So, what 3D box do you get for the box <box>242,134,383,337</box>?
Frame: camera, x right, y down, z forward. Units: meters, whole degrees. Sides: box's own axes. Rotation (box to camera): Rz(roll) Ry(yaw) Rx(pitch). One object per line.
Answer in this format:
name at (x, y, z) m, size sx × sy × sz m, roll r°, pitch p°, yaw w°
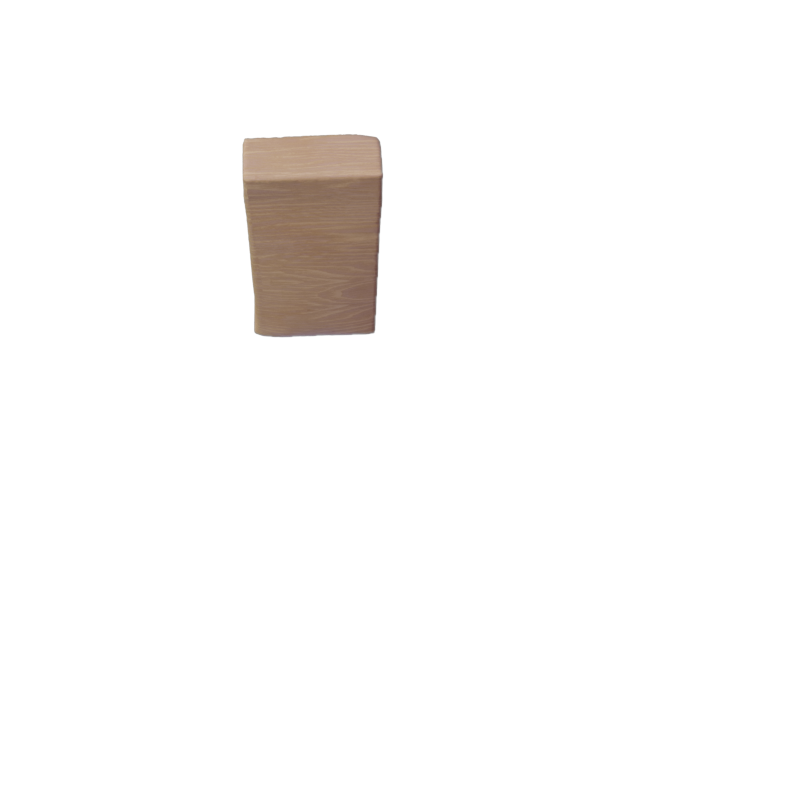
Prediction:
box at (-0.061, -0.113, 0.788) m, size 0.093 × 0.052 × 0.164 m, roll -1°, pitch -38°, yaw -4°
